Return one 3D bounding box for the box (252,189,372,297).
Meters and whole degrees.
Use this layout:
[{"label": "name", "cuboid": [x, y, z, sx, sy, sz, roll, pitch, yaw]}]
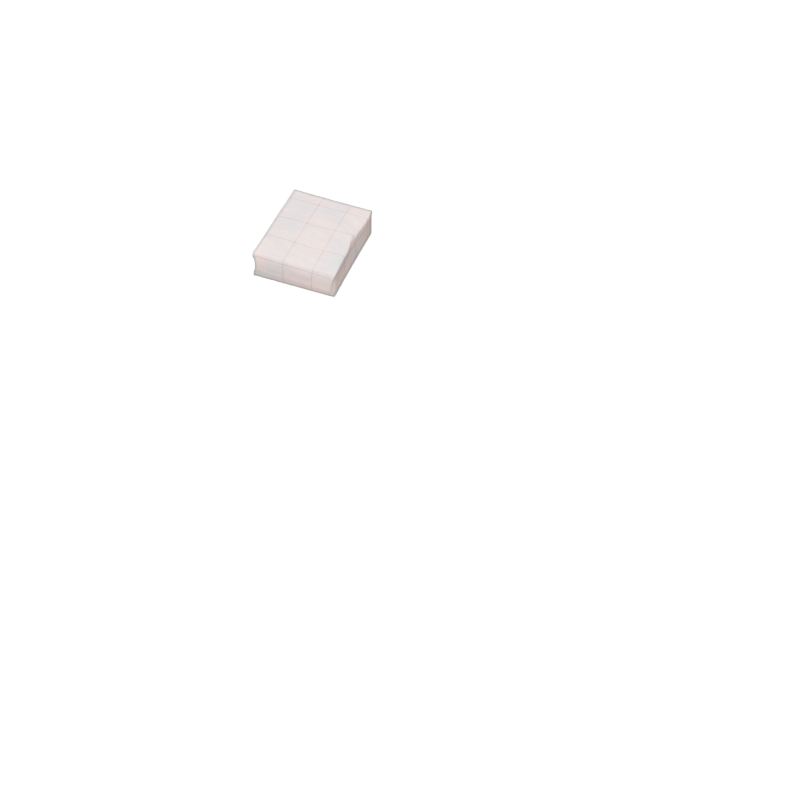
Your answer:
[{"label": "box", "cuboid": [-0.072, -0.132, 0.925, 0.075, 0.028, 0.093, 16, 48, 14]}]
